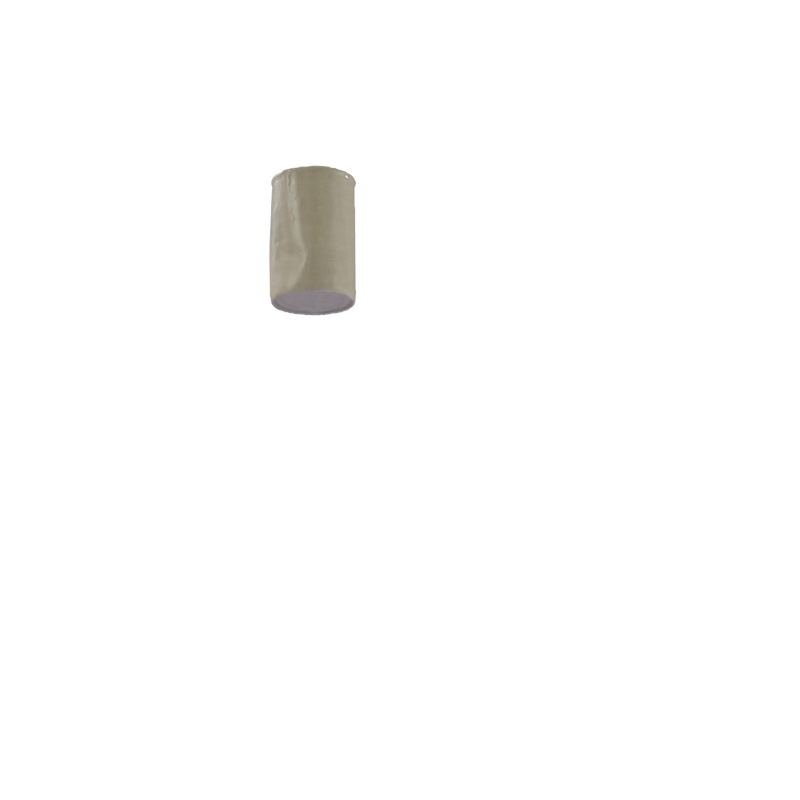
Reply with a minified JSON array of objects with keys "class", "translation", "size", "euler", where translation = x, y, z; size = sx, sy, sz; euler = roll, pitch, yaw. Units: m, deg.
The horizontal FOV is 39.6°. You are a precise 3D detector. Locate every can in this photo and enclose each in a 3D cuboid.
[{"class":"can","translation":[-0.068,-0.124,0.871],"size":[0.068,0.107,0.066],"euler":[0,-17,-2]}]
